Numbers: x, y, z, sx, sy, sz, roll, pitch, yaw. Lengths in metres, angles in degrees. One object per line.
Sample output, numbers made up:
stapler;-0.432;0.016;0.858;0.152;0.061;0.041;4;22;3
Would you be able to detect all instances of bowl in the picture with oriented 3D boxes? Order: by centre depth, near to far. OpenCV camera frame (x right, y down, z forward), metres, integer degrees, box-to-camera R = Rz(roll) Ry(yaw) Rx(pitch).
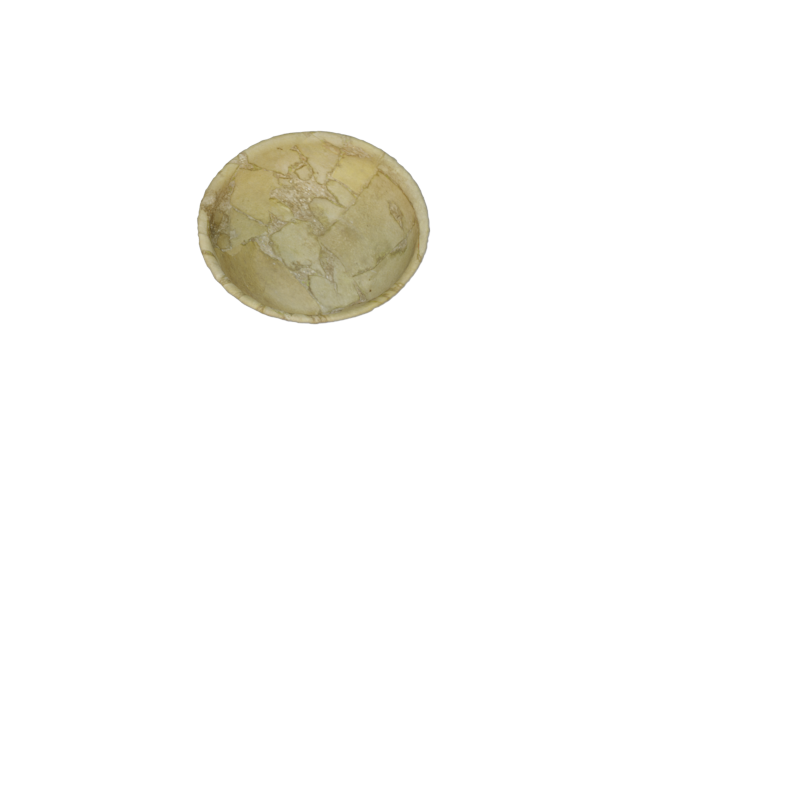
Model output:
bowl;-0.062;-0.113;0.789;0.162;0.173;0.052;-1;-31;-1
